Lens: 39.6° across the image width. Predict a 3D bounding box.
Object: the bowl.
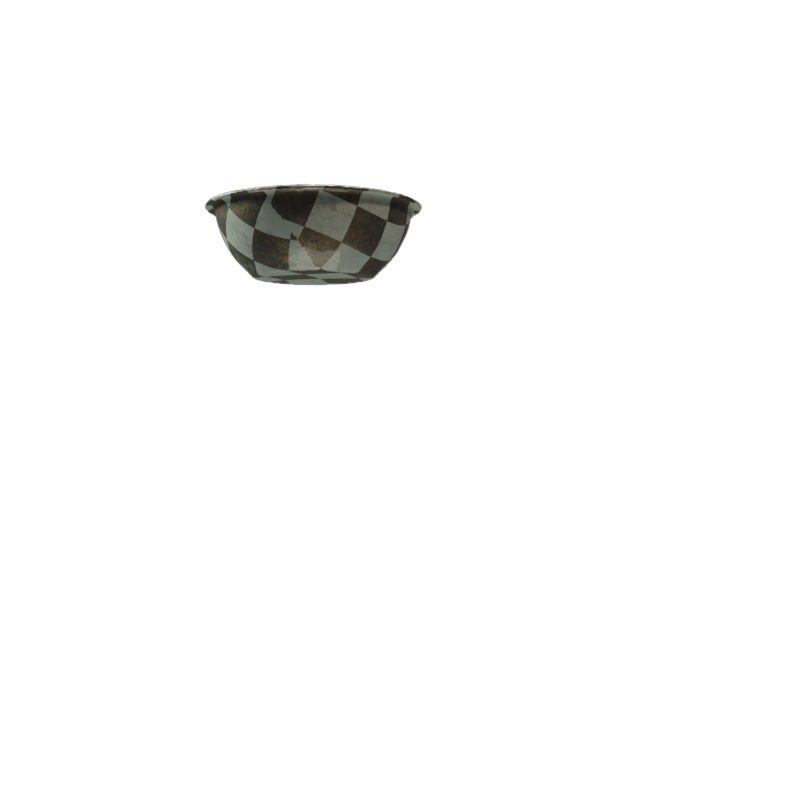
[{"bbox_3d":[-0.065,-0.118,0.825,0.162,0.056,0.160,0,-2,-2],"label":"bowl"}]
